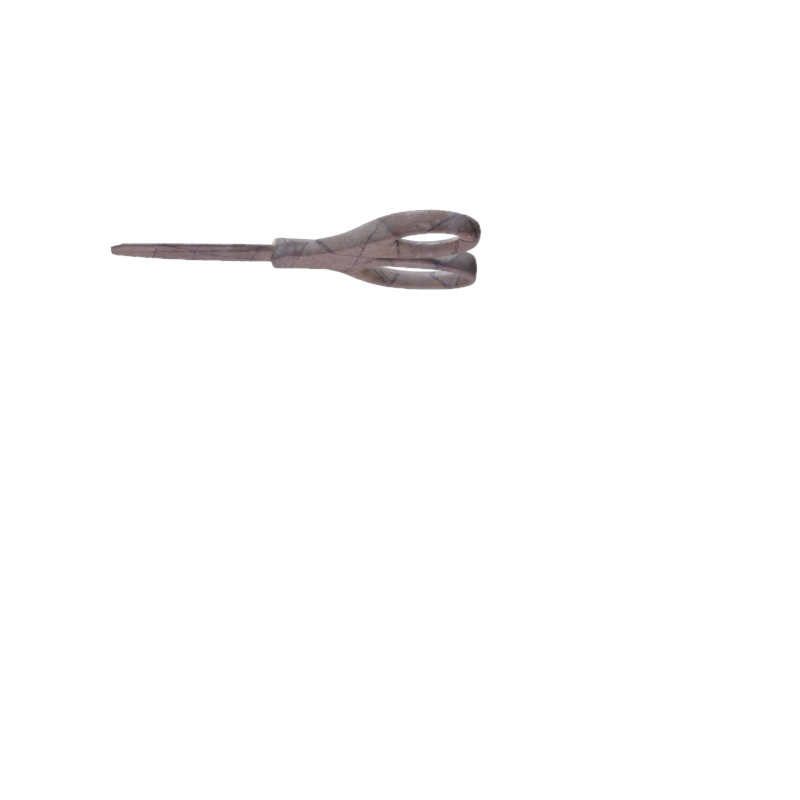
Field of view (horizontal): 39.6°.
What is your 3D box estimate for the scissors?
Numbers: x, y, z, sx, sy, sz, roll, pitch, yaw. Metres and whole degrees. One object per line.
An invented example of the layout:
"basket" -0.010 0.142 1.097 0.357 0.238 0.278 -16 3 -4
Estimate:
"scissors" -0.046 -0.084 0.589 0.196 0.016 0.094 5 -17 -18
